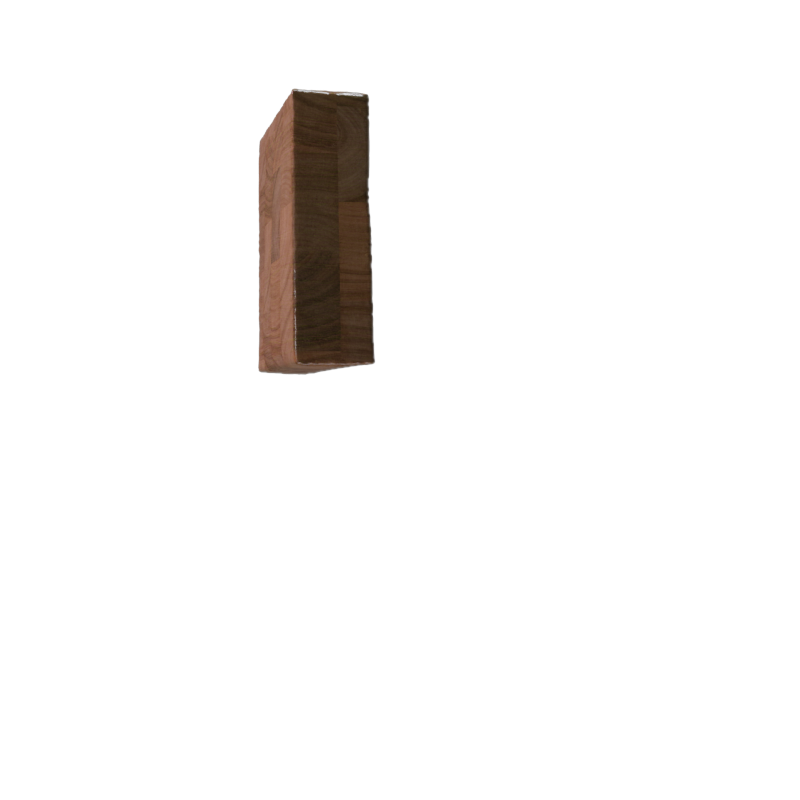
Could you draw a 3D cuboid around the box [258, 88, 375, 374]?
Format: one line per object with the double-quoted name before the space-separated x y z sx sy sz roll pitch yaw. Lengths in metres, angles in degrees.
"box" -0.072 -0.131 0.920 0.070 0.218 0.164 2 -7 -16
